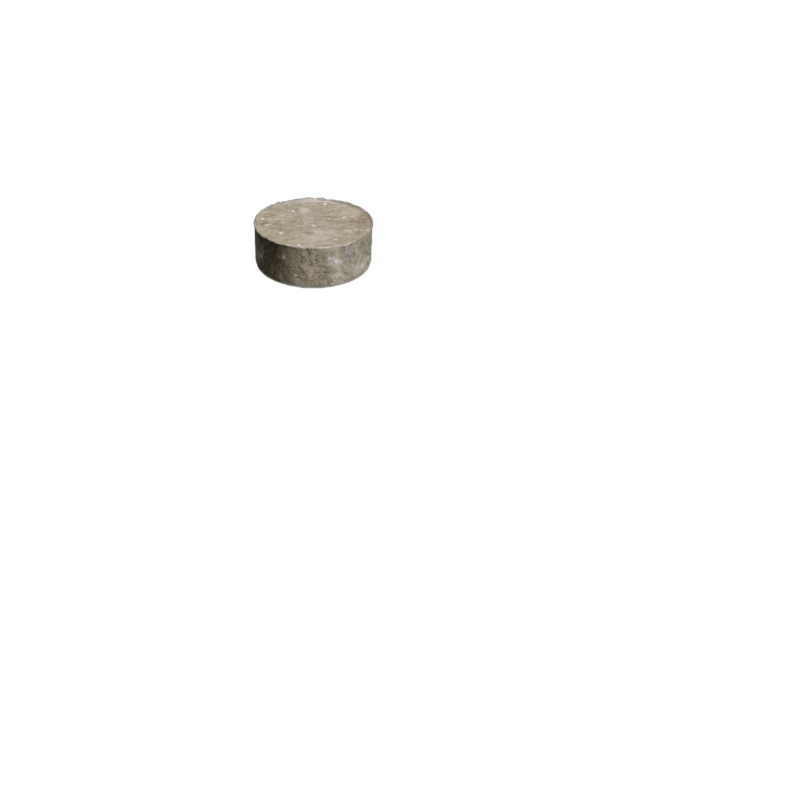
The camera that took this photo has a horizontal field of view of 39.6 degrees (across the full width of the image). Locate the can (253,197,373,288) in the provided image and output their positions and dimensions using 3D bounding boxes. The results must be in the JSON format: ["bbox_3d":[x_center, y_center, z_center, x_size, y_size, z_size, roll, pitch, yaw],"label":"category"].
[{"bbox_3d":[-0.063,-0.114,0.799,0.086,0.032,0.091,-1,32,-2],"label":"can"}]
